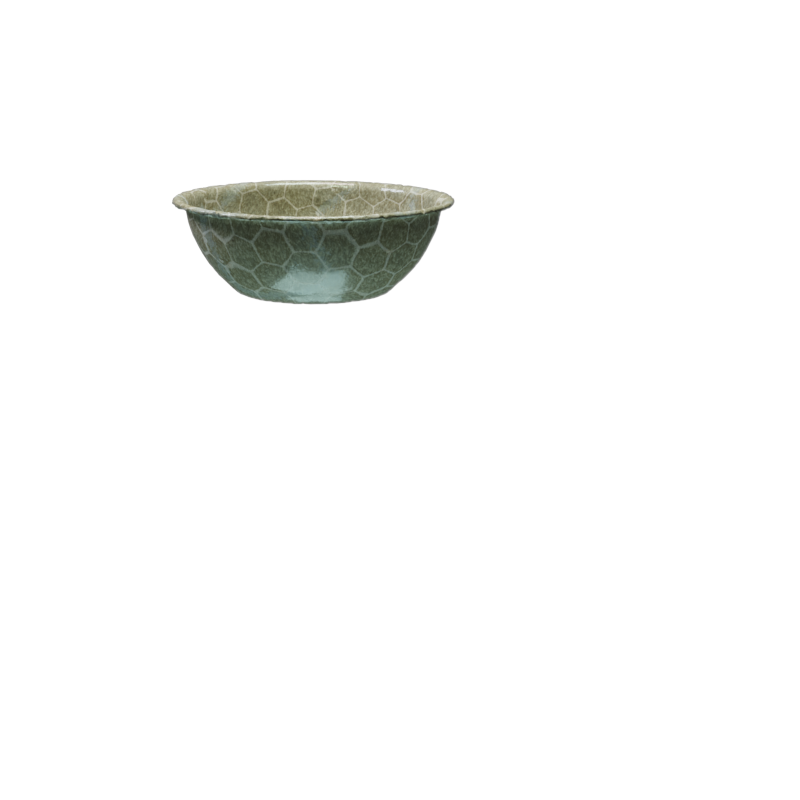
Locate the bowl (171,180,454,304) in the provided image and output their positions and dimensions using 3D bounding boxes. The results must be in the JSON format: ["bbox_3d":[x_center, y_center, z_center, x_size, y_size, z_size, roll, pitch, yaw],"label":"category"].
[{"bbox_3d":[-0.050,-0.092,0.642,0.162,0.053,0.167,-1,16,-2],"label":"bowl"}]
